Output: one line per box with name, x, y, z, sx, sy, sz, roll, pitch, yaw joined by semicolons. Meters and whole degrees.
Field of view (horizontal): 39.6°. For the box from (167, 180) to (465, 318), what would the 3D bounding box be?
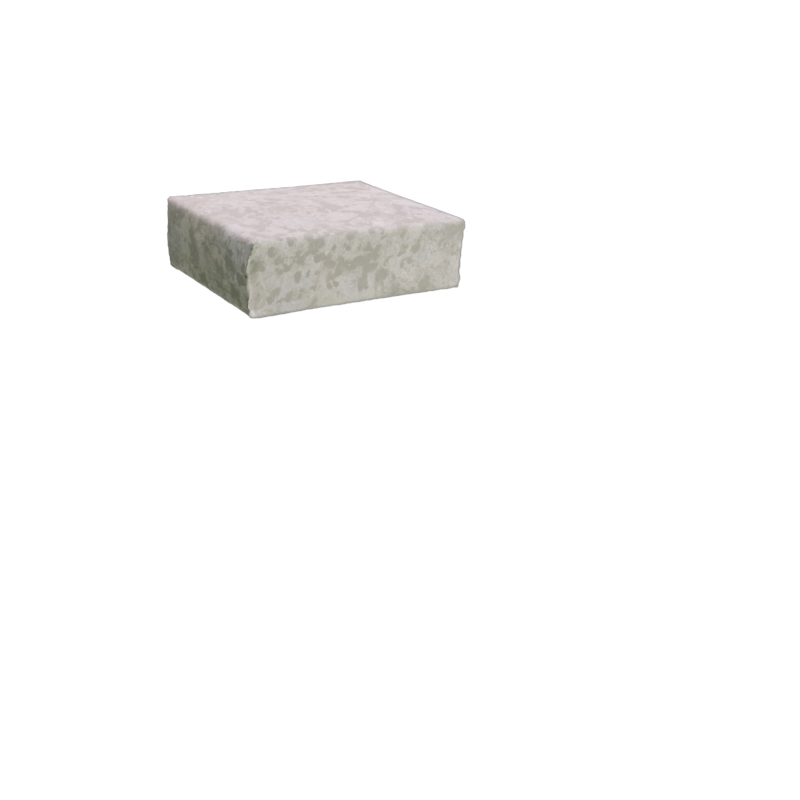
box;-0.041;-0.074;0.519;0.111;0.037;0.096;-13;25;-30
